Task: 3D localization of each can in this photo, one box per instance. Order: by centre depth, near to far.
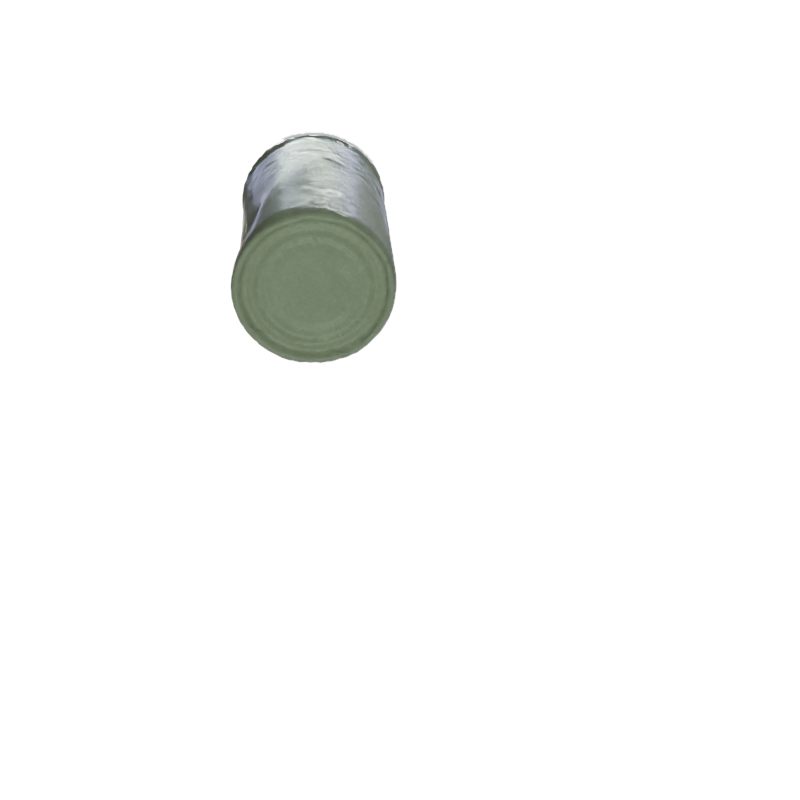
[{"bbox_3d":[-0.038,-0.069,0.483,0.068,0.065,0.108,0,28,-3],"label":"can"}]
